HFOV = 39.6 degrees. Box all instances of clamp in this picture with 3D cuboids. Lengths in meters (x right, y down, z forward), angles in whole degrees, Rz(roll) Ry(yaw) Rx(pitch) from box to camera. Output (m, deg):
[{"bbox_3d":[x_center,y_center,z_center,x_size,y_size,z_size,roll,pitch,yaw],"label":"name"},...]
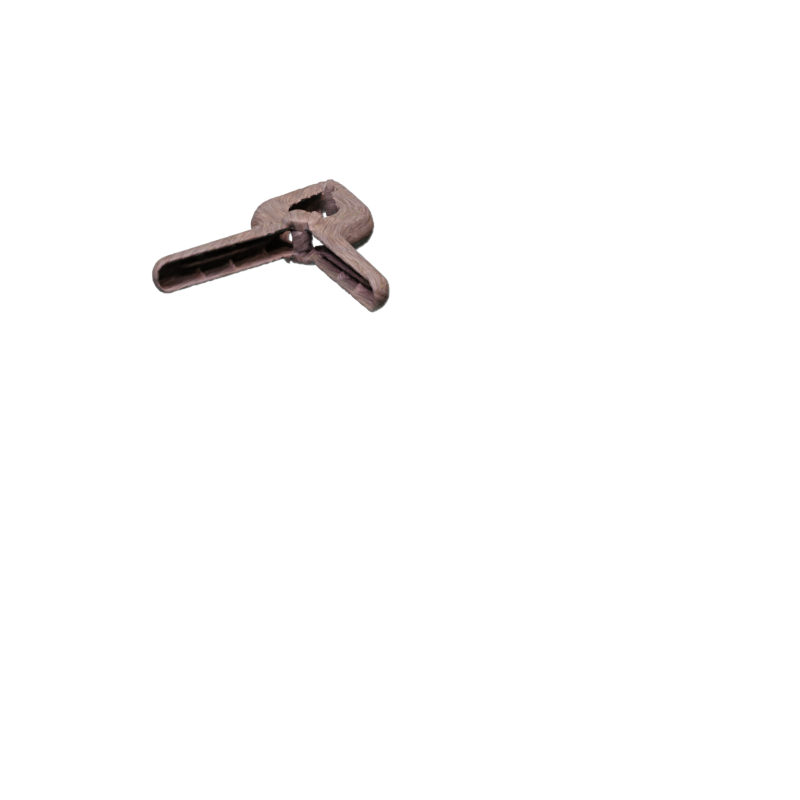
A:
[{"bbox_3d":[-0.064,-0.117,0.819,0.169,0.034,0.215,9,29,17],"label":"clamp"}]
